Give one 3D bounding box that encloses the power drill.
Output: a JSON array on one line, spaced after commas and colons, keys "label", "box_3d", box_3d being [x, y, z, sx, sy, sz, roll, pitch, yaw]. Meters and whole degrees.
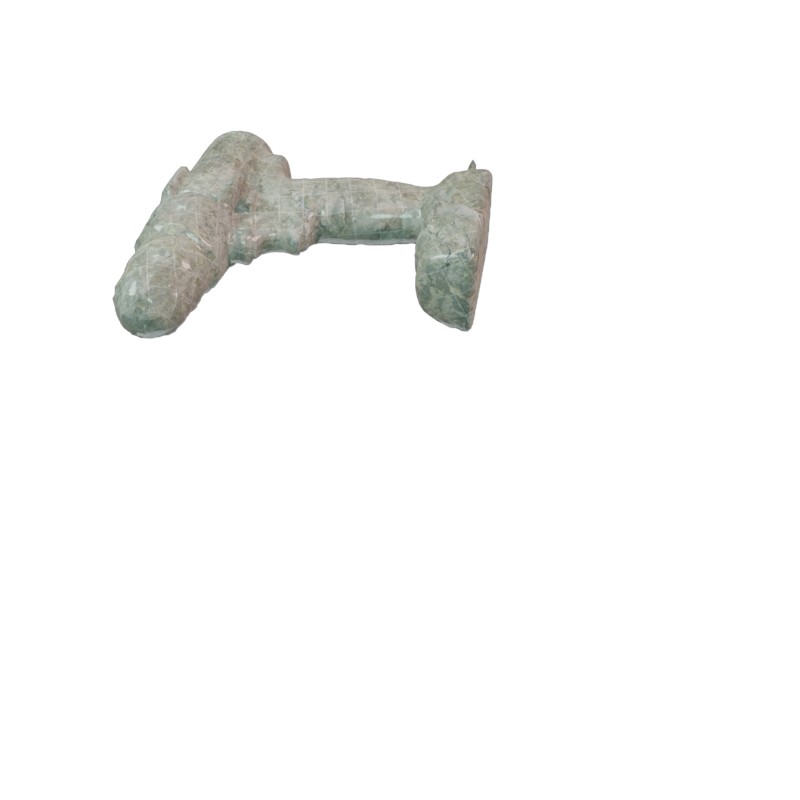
[{"label": "power drill", "box_3d": [-0.048, -0.088, 0.614, 0.191, 0.054, 0.194, 8, 40, 9]}]
